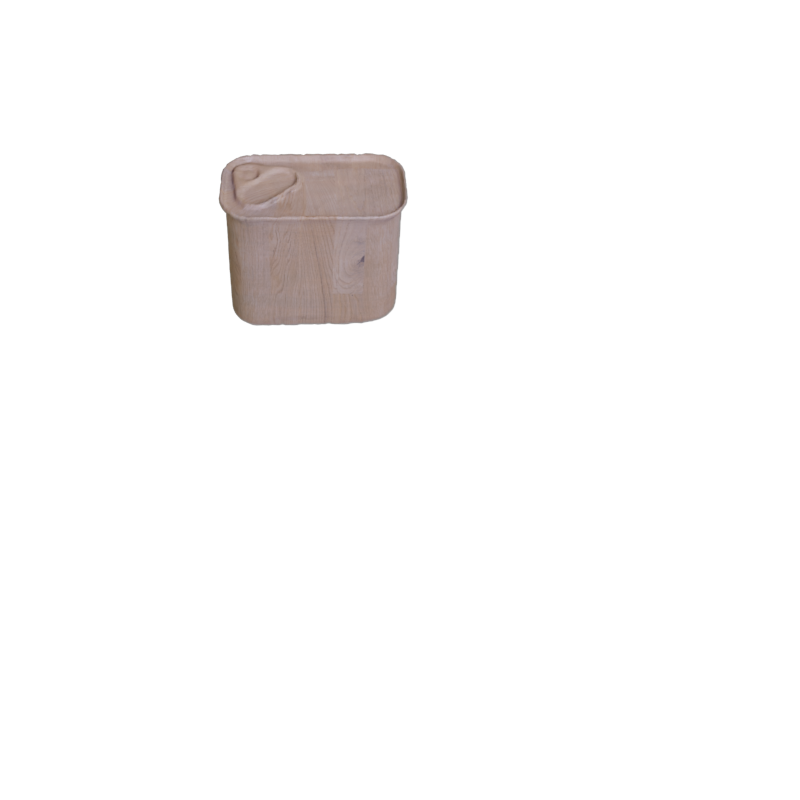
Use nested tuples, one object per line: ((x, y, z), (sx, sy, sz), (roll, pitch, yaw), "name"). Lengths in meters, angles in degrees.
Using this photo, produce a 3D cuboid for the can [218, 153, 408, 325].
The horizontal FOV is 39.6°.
((-0.049, -0.090, 0.630), (0.102, 0.078, 0.062), (0, 45, -2), "can")
